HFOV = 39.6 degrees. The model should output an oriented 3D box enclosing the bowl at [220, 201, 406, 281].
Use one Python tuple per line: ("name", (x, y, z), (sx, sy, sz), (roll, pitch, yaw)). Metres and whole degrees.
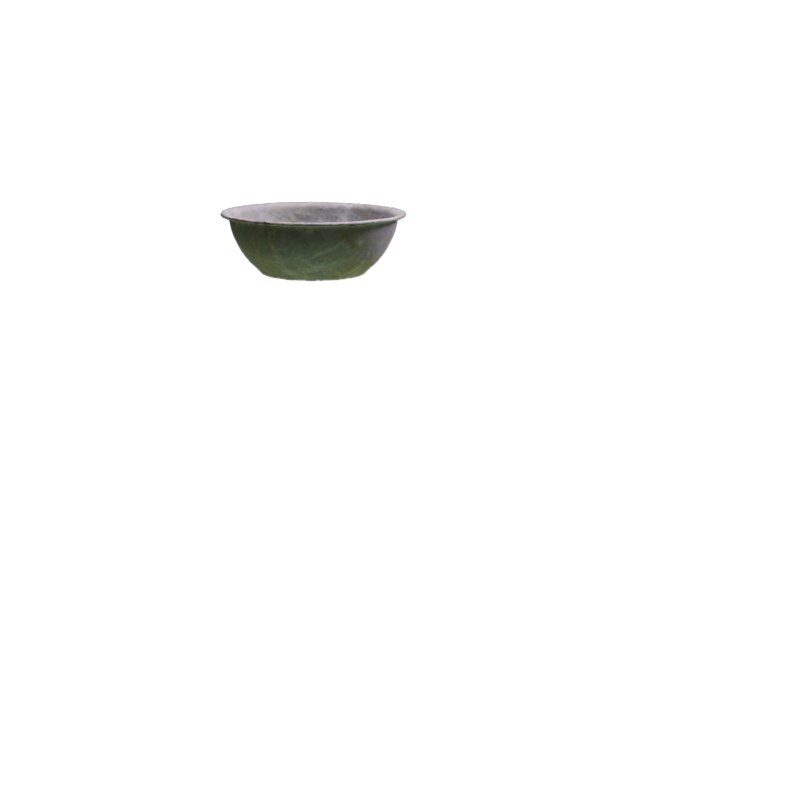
("bowl", (-0.076, -0.138, 0.966), (0.162, 0.054, 0.167), (0, 15, -2))
